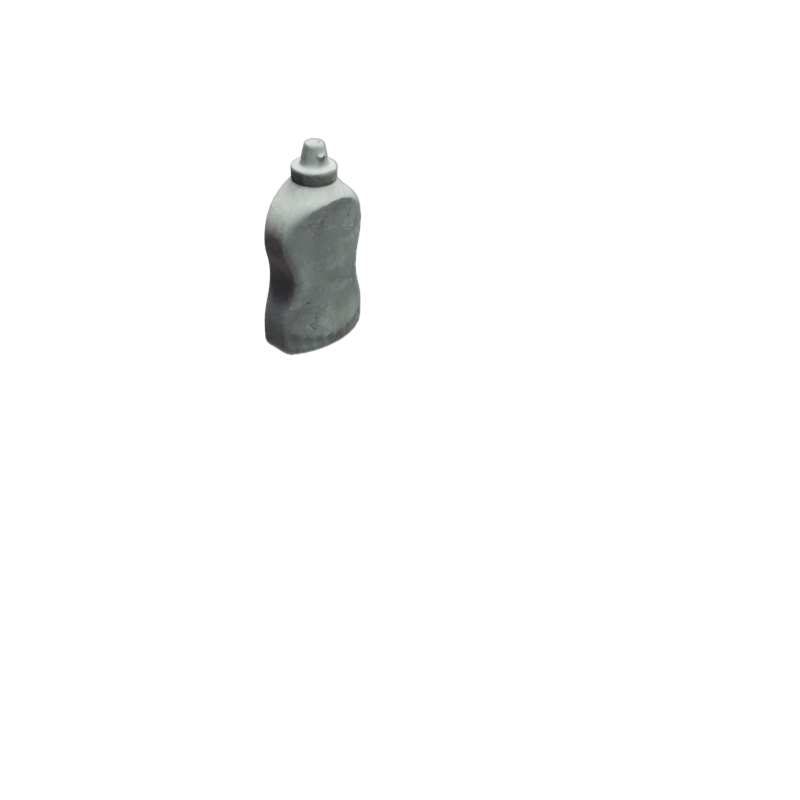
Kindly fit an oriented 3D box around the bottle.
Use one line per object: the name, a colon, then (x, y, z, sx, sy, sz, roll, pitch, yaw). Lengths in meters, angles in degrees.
bottle: (-0.077, -0.140, 0.983, 0.095, 0.181, 0.062, -23, 38, -37)
